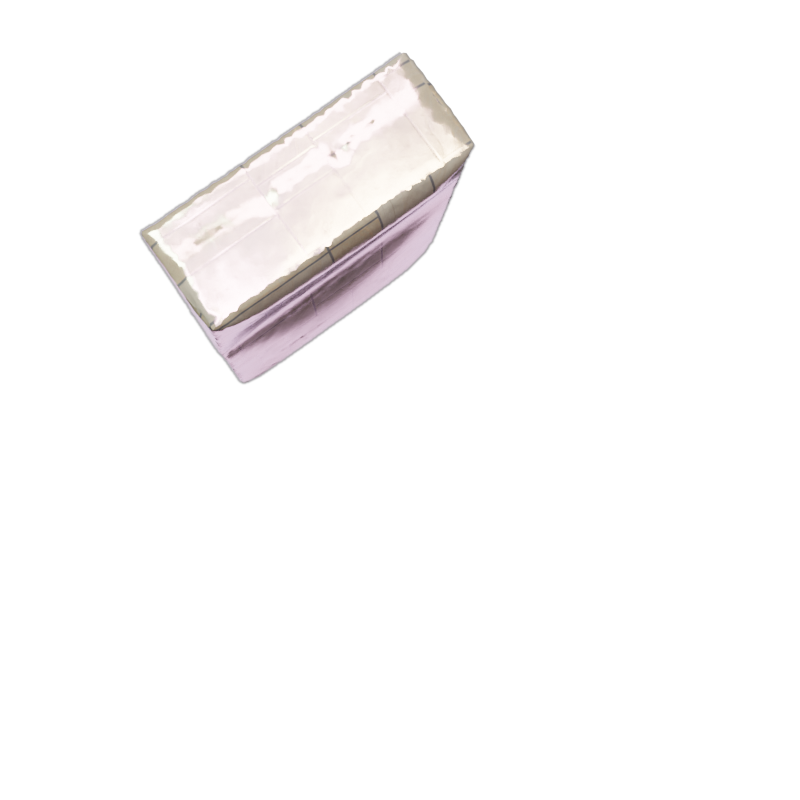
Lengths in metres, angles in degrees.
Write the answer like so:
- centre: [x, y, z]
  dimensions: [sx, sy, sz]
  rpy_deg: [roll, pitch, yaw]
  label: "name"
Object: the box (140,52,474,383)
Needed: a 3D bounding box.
- centre: [-0.050, -0.092, 0.645]
  dimensions: [0.164, 0.073, 0.209]
  rpy_deg: [-37, -3, -7]
  label: "box"
